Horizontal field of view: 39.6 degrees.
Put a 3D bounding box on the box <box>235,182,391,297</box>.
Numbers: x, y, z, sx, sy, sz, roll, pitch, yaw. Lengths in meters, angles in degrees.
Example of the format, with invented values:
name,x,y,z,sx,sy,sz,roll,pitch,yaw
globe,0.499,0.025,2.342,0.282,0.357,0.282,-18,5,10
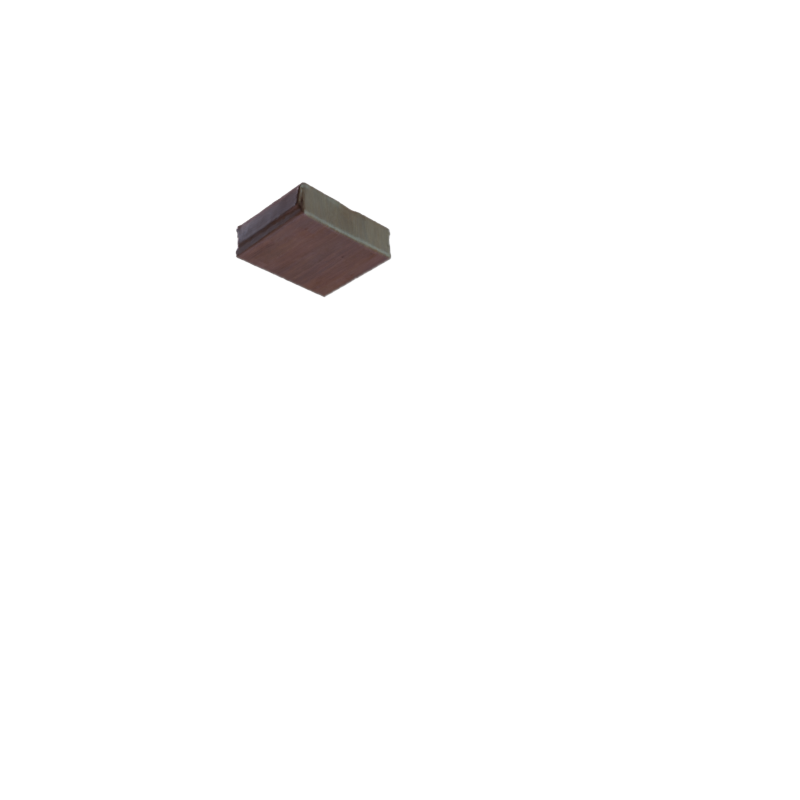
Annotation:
name,x,y,z,sx,sy,sz,roll,pitch,yaw
box,-0.063,-0.115,0.802,0.084,0.032,0.073,24,-38,-37
